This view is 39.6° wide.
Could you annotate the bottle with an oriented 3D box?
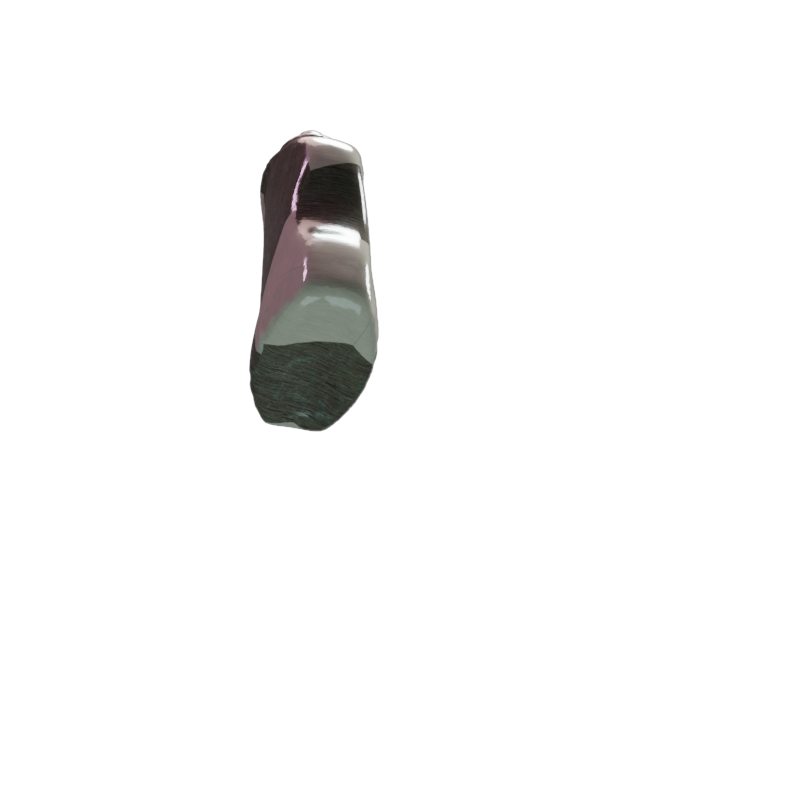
[{"bbox_3d":[-0.047,-0.084,0.590,0.057,0.091,0.206,8,42,-11],"label":"bottle"}]
